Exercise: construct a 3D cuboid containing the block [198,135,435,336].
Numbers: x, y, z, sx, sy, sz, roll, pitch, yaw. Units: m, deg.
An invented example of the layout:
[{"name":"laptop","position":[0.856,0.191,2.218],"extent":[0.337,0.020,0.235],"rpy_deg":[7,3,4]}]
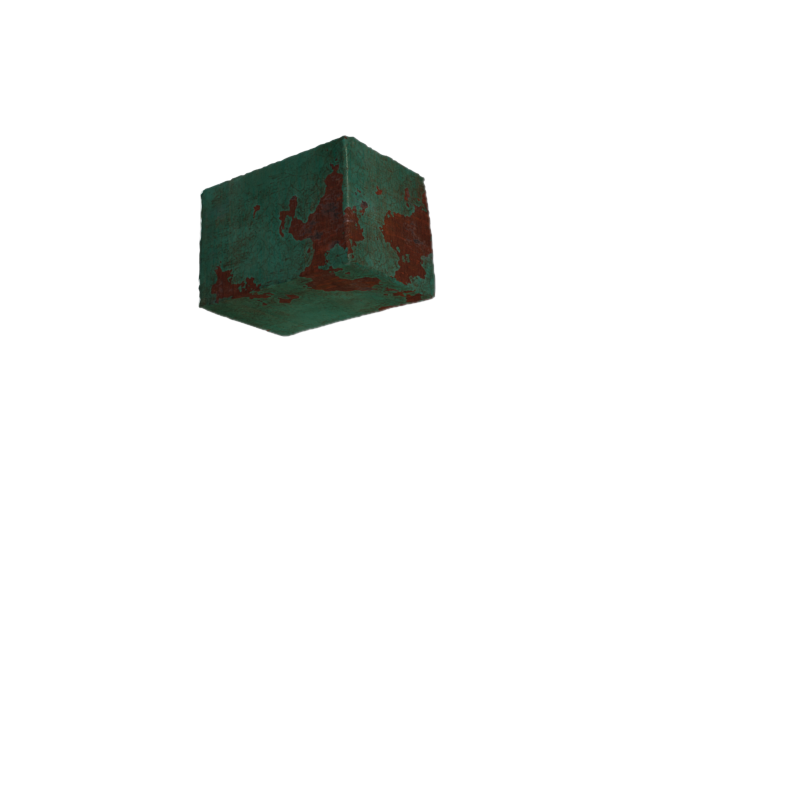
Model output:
[{"name":"block","position":[-0.034,-0.061,0.428],"extent":[0.079,0.054,0.049],"rpy_deg":[-13,-21,35]}]
